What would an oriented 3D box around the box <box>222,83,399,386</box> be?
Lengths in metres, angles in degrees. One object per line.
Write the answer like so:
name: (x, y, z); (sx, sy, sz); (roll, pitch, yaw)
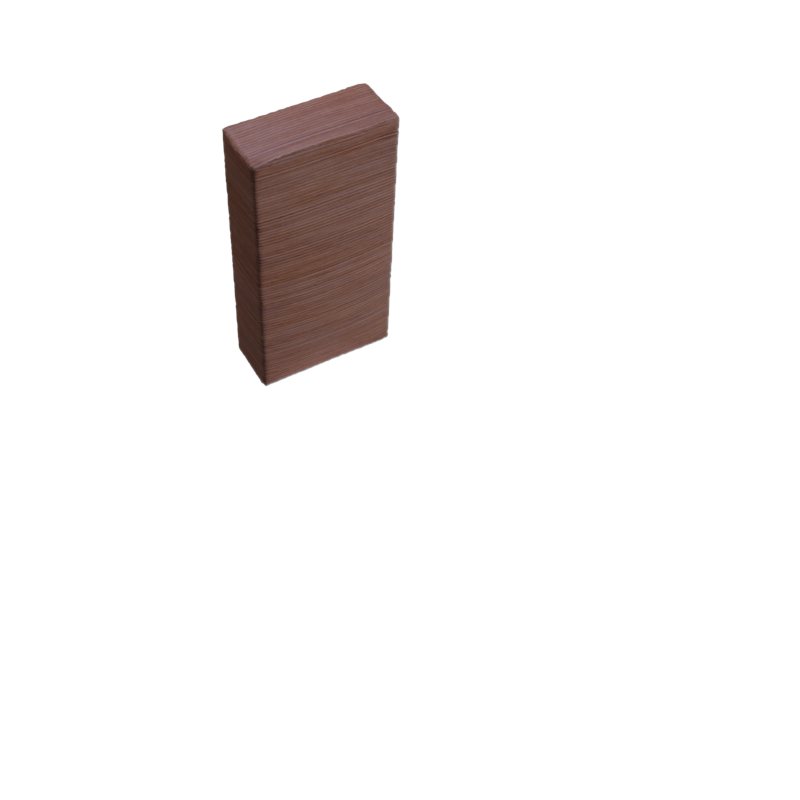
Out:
box: (-0.051, -0.093, 0.656); (0.093, 0.052, 0.164); (-23, -36, -21)
